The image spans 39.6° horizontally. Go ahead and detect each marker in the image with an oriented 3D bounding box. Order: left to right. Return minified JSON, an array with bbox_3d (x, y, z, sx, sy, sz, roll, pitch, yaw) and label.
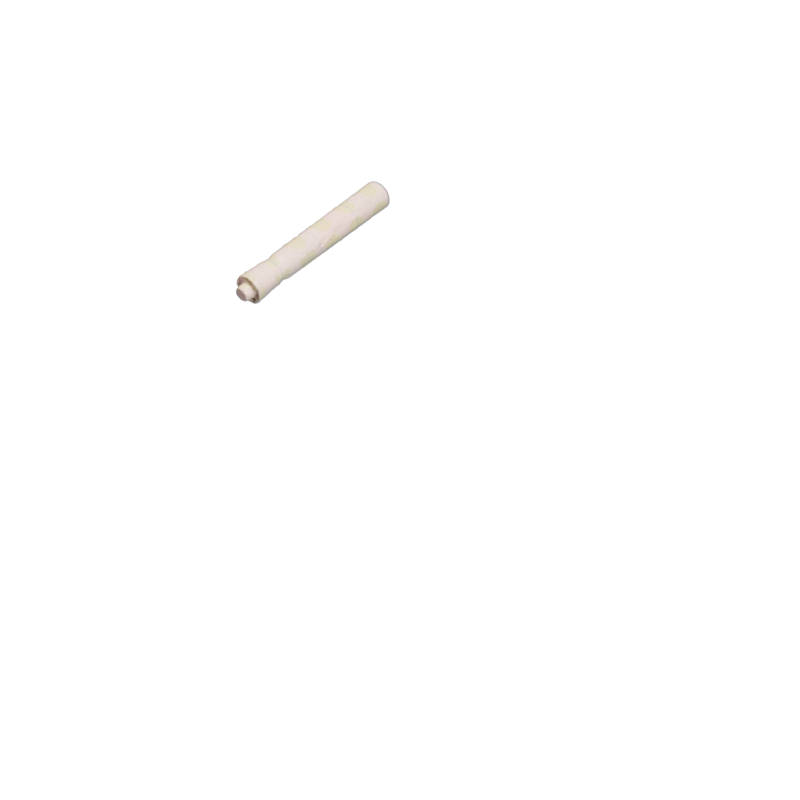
[{"bbox_3d":[-0.051,-0.094,0.655,0.021,0.019,0.122,4,37,47],"label":"marker"}]
